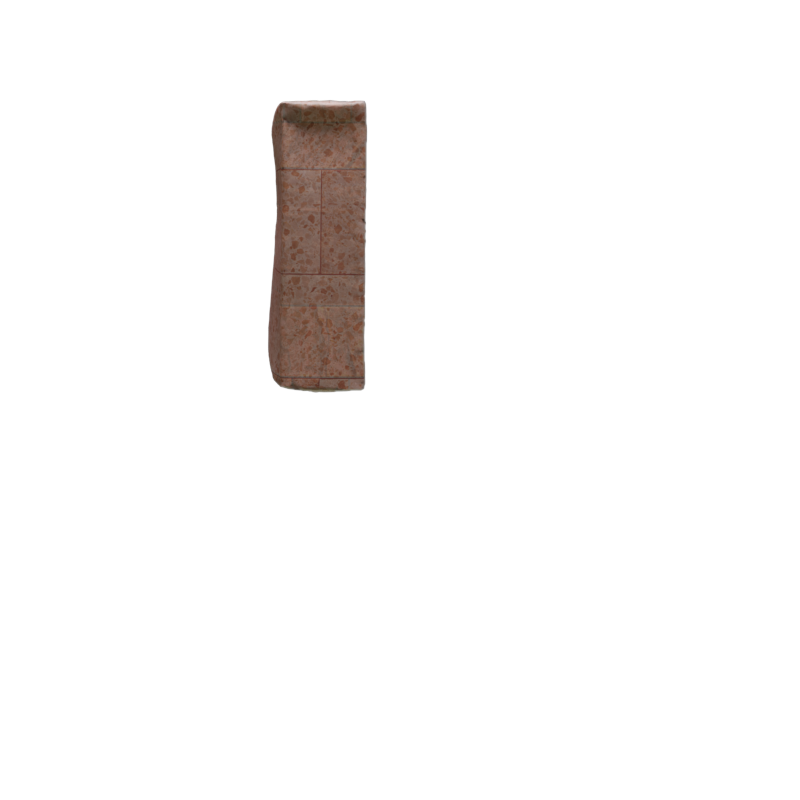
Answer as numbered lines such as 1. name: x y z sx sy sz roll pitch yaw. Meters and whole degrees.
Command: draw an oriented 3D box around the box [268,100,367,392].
1. box: -0.069 -0.126 0.880 0.071 0.212 0.168 0 6 -8
